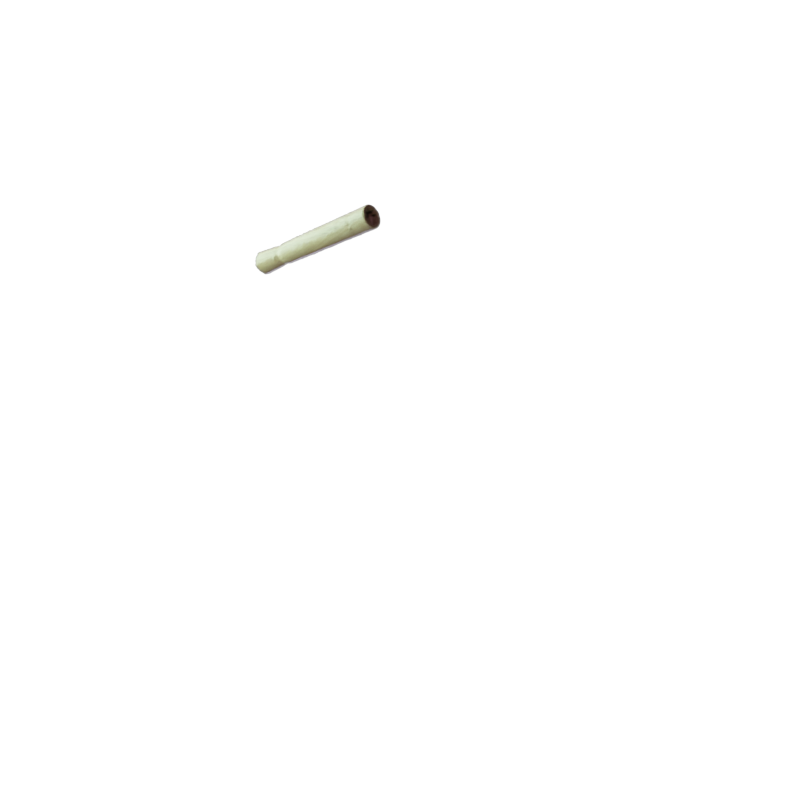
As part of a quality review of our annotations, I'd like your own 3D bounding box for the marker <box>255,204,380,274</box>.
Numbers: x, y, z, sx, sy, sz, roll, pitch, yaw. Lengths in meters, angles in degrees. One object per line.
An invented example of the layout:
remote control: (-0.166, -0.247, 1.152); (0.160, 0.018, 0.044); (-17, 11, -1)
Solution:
marker: (-0.066, -0.120, 0.841); (0.122, 0.020, 0.019); (-16, -7, 39)
